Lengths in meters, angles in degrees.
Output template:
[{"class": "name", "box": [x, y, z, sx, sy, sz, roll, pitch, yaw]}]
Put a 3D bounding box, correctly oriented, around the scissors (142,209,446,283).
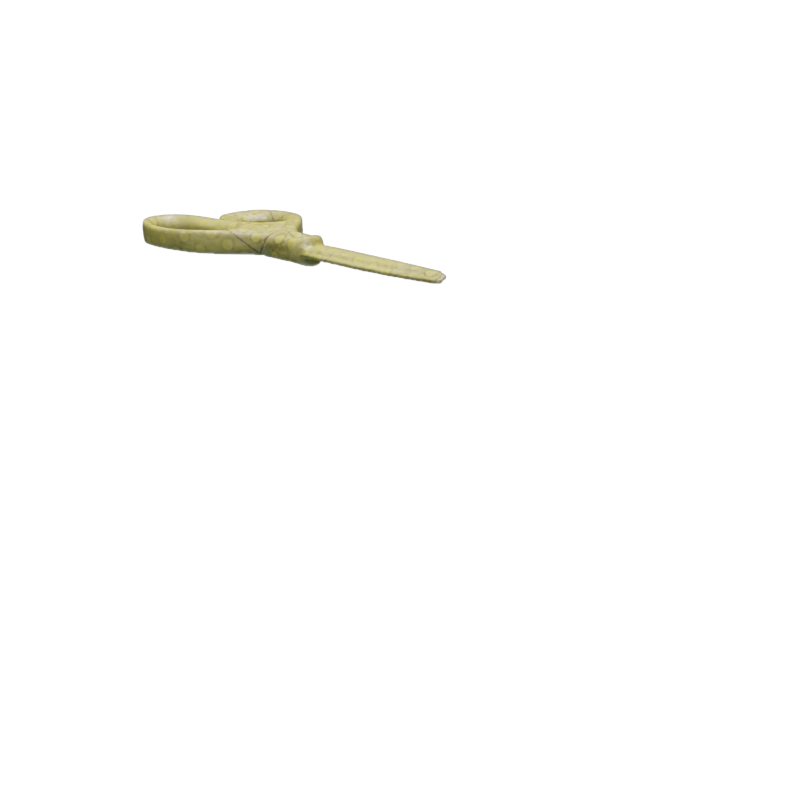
[{"class": "scissors", "box": [-0.045, -0.082, 0.574, 0.211, 0.015, 0.095, 12, 21, 32]}]
